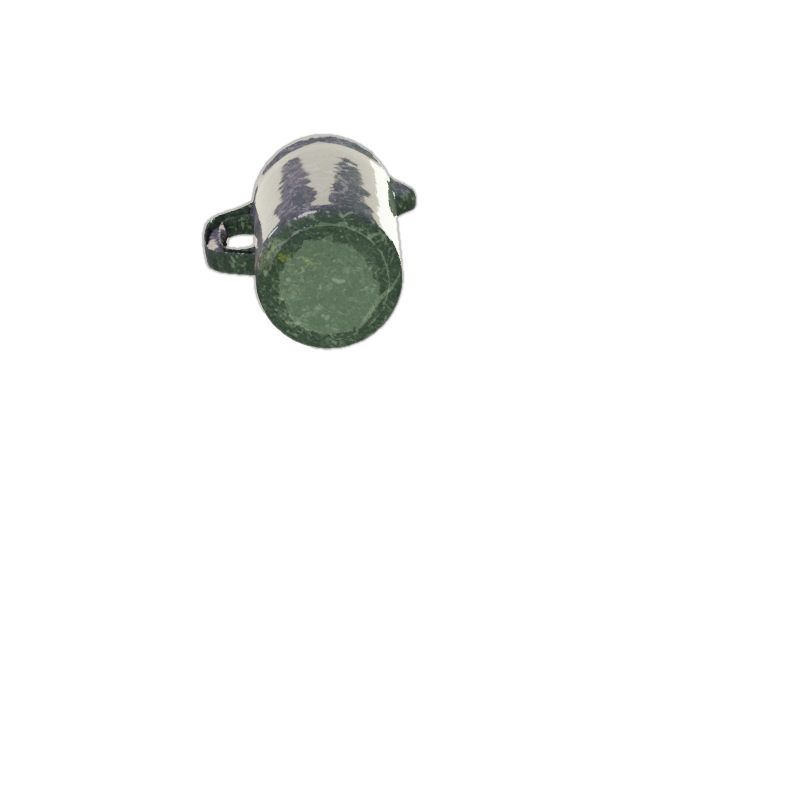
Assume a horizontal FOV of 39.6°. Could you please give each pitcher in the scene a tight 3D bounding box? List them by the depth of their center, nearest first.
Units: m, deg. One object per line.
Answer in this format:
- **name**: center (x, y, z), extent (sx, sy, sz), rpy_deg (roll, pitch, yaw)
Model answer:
- **pitcher**: center (-0.071, -0.130, 0.909), extent (0.141, 0.147, 0.254), rpy_deg (36, 14, -15)
